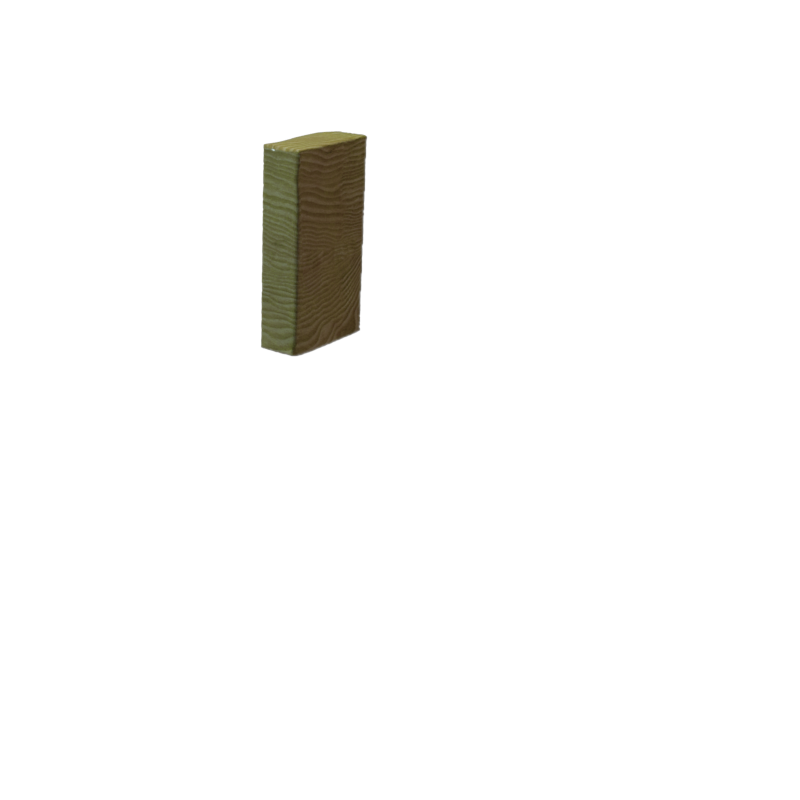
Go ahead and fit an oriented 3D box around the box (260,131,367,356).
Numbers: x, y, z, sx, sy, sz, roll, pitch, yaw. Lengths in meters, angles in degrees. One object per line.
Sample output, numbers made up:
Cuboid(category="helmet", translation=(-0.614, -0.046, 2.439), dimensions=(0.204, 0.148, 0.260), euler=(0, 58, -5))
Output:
Cuboid(category="box", translation=(-0.073, -0.133, 0.930), dimensions=(0.050, 0.170, 0.092), euler=(12, 19, 34))
